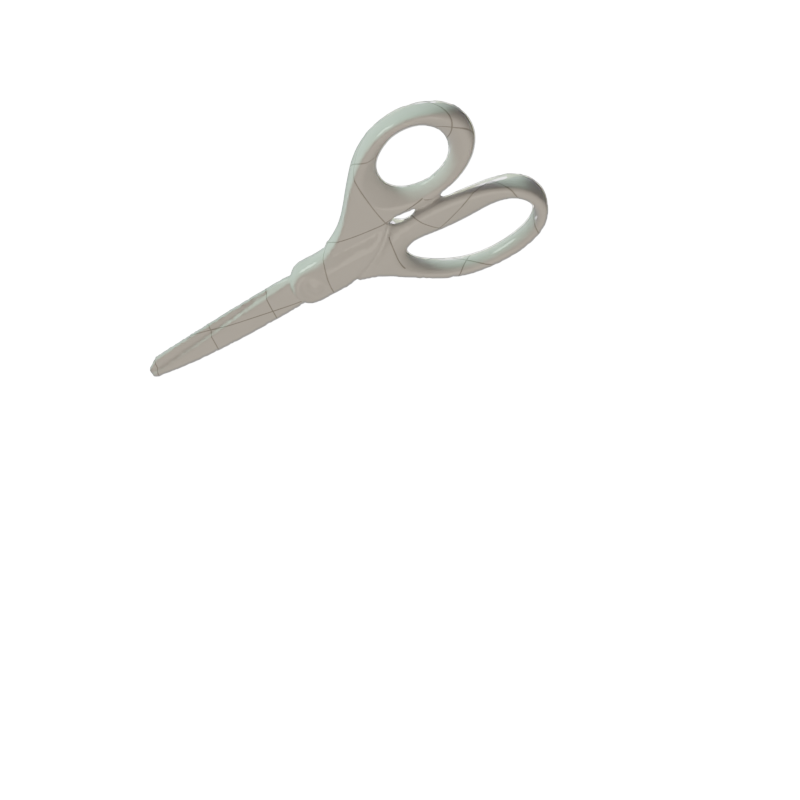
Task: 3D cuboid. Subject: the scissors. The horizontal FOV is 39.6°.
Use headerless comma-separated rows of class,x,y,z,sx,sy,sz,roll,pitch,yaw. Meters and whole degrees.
scissors,-0.038,-0.069,0.485,0.203,0.089,0.017,-15,38,12
